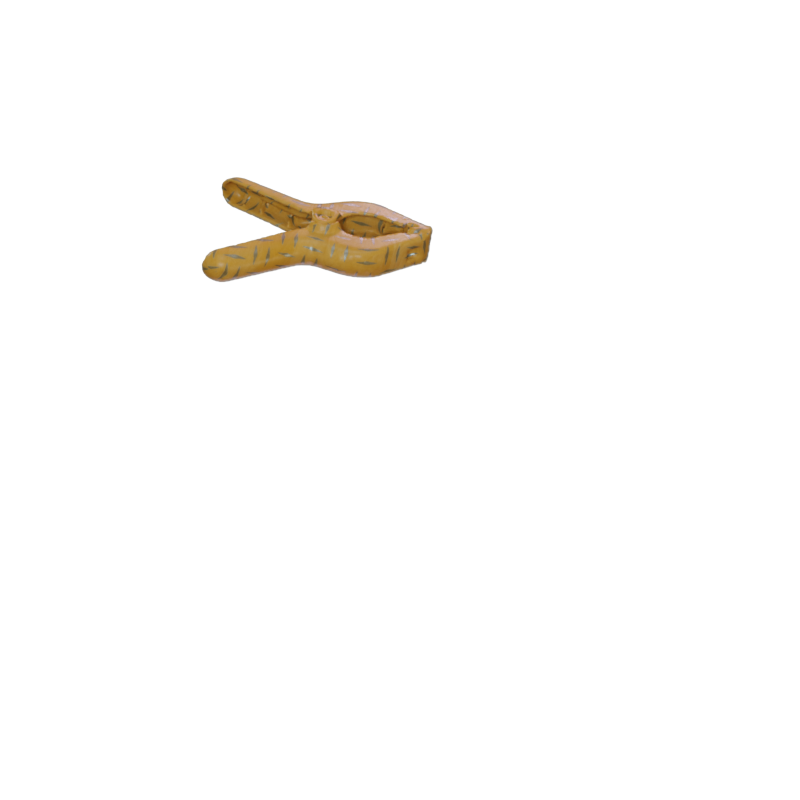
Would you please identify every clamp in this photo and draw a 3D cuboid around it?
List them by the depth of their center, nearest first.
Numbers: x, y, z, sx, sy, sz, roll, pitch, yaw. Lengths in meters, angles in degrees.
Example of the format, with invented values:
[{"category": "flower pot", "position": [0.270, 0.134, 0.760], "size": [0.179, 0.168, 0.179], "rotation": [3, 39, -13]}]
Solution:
[{"category": "clamp", "position": [-0.065, -0.118, 0.828], "size": [0.174, 0.036, 0.127], "rotation": [8, 45, 8]}]
